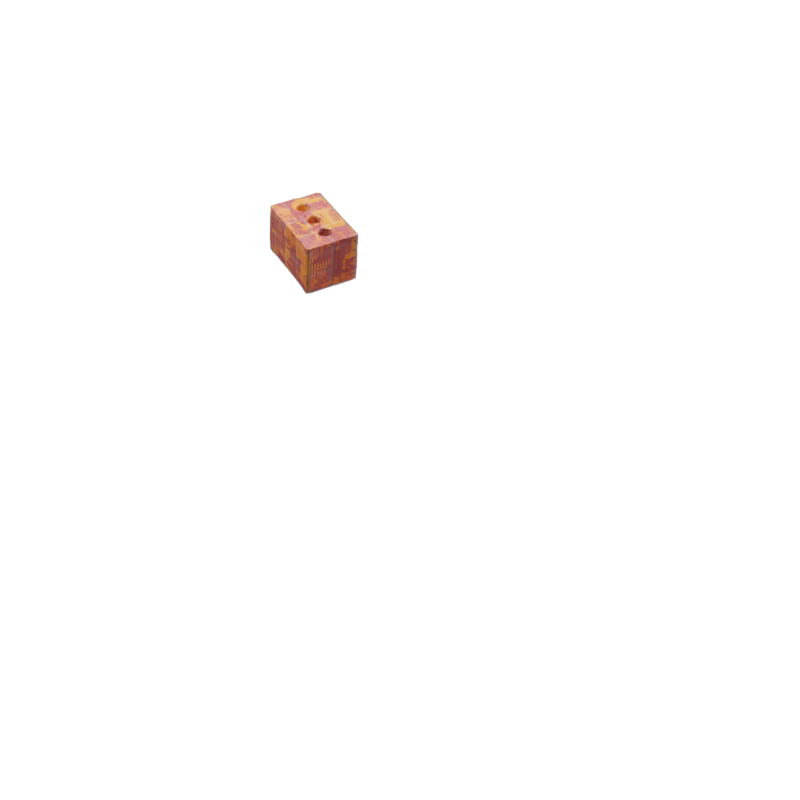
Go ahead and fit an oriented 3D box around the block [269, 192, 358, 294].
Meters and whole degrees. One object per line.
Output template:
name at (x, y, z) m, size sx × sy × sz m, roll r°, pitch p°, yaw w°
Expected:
block at (-0.078, -0.143, 0.999) m, size 0.052 × 0.048 × 0.084 m, roll -19°, pitch 44°, yaw -23°
